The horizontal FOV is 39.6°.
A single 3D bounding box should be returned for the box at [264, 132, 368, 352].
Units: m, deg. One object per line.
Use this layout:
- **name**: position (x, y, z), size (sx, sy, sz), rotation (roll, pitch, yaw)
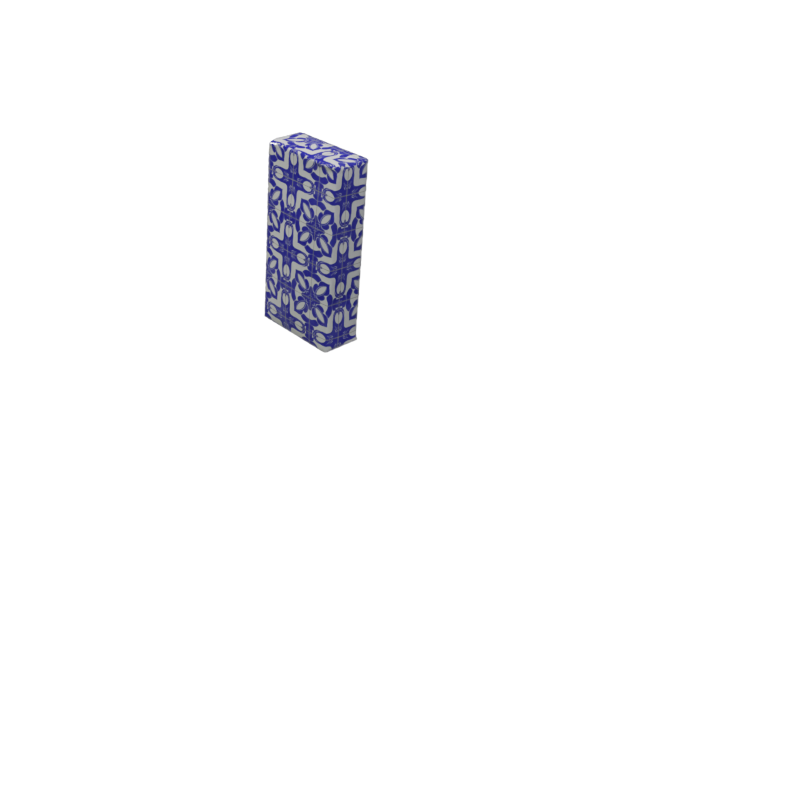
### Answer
- **box**: position (-0.078, -0.141, 0.989), size (0.047, 0.167, 0.100), rotation (-20, 34, -37)
